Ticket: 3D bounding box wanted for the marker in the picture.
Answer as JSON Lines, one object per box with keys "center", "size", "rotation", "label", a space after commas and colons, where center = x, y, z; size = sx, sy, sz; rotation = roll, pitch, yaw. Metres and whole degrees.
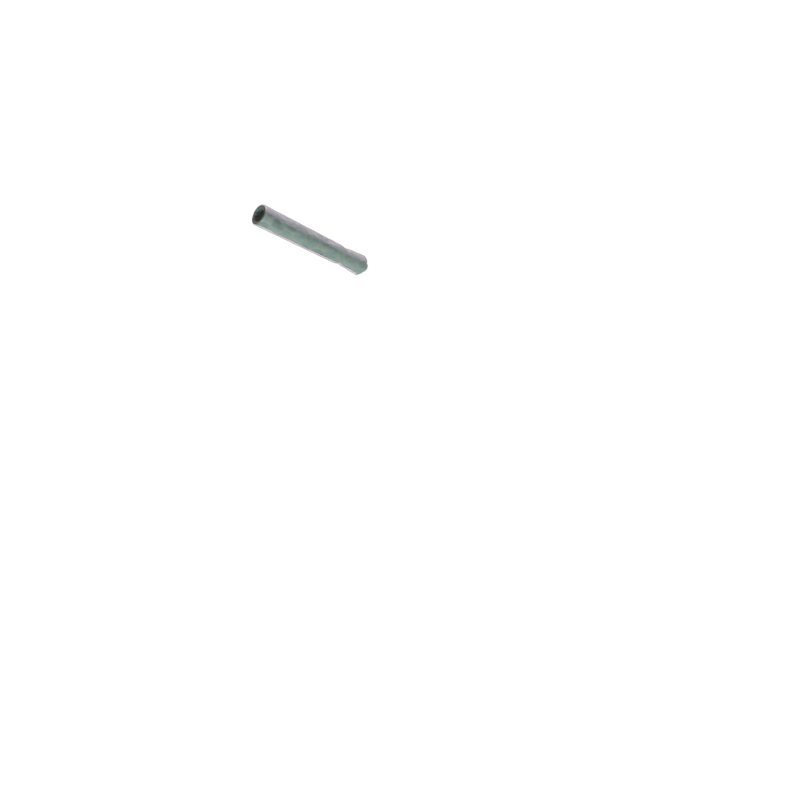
{"center": [-0.075, -0.136, 0.952], "size": [0.114, 0.020, 0.021], "rotation": [23, -11, -35], "label": "marker"}
